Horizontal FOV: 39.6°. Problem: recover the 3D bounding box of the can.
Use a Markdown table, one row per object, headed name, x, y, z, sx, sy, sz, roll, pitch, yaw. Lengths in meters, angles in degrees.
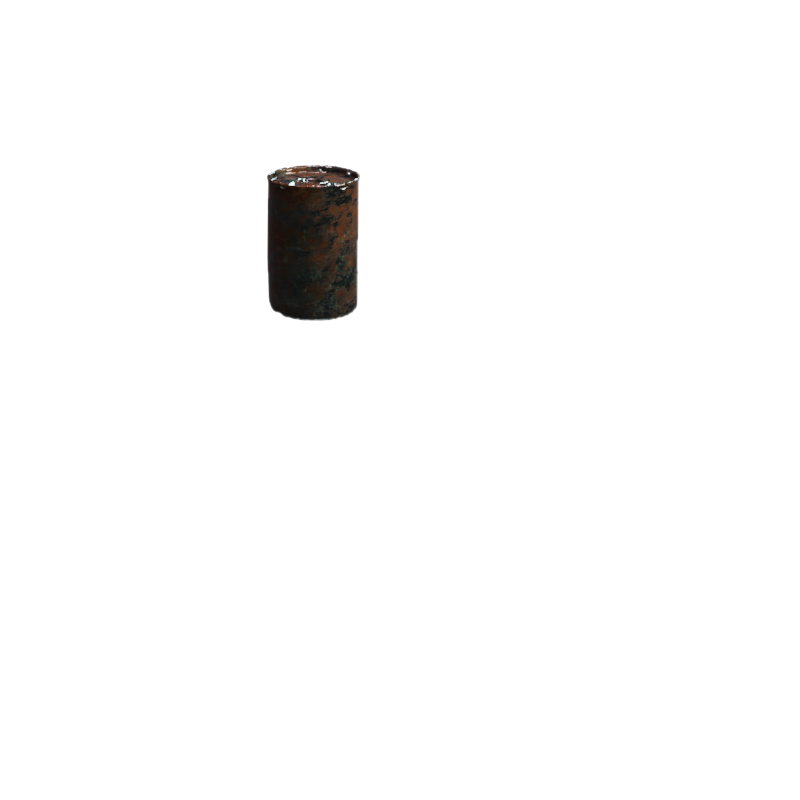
| name | x | y | z | sx | sy | sz | roll | pitch | yaw |
| --- | --- | --- | --- | --- | --- | --- | --- | --- | --- |
| can | -0.064 | -0.118 | 0.824 | 0.068 | 0.098 | 0.072 | 0 | 19 | -2 |
